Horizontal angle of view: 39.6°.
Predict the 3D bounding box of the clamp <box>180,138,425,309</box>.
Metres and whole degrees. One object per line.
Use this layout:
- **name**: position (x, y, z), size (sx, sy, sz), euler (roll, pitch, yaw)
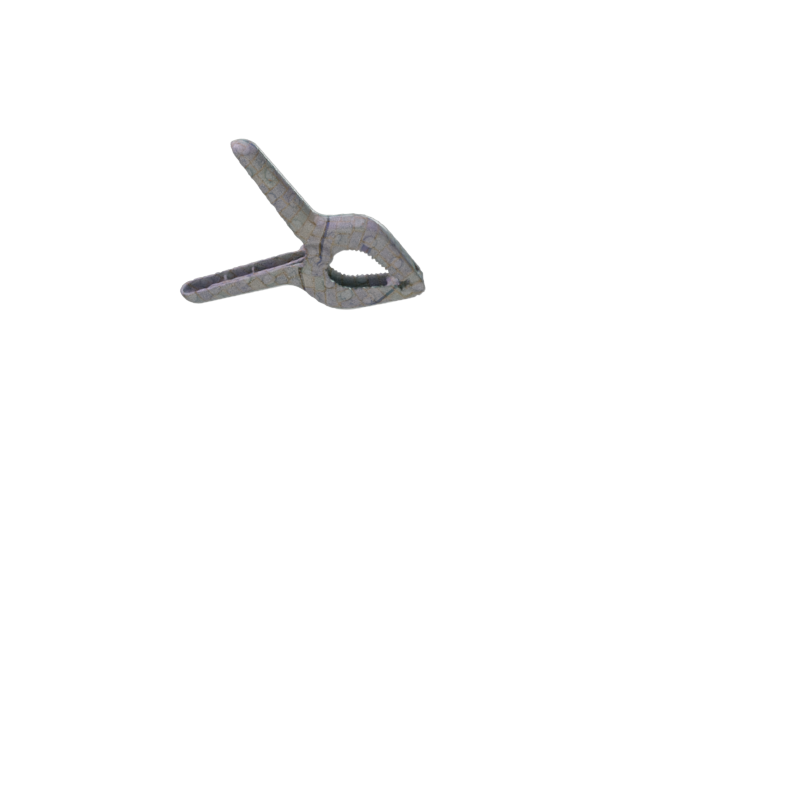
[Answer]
- **clamp**: position (-0.075, -0.137, 0.961), size (0.207, 0.156, 0.039), euler (11, 34, -7)
